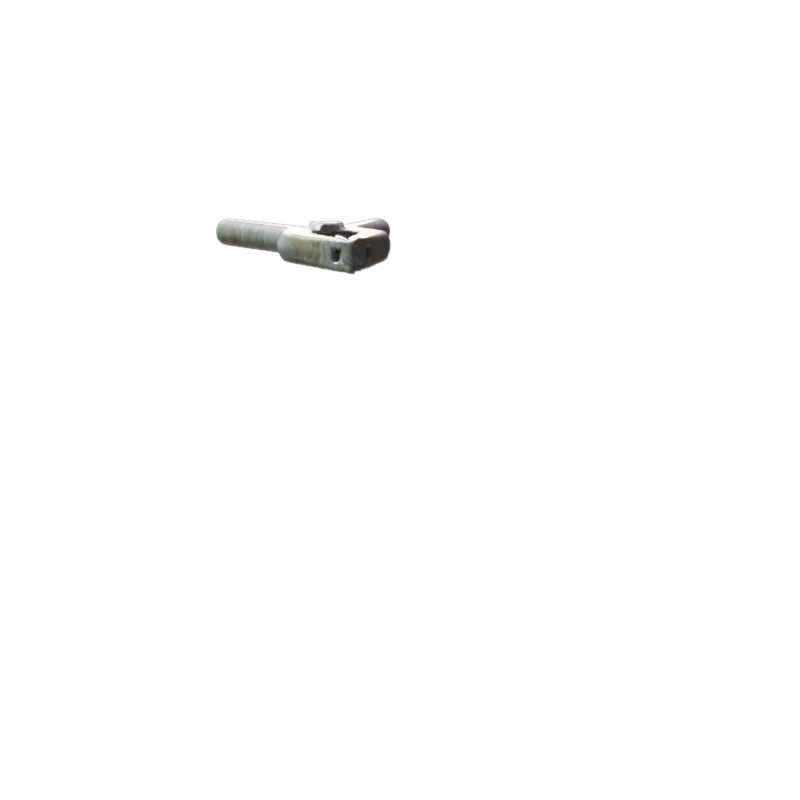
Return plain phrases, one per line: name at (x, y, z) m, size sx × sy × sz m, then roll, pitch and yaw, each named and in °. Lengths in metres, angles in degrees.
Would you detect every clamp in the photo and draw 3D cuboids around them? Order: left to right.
clamp at (-0.075, -0.136, 0.956) m, size 0.163 × 0.035 × 0.217 m, roll -2°, pitch 14°, yaw -8°
